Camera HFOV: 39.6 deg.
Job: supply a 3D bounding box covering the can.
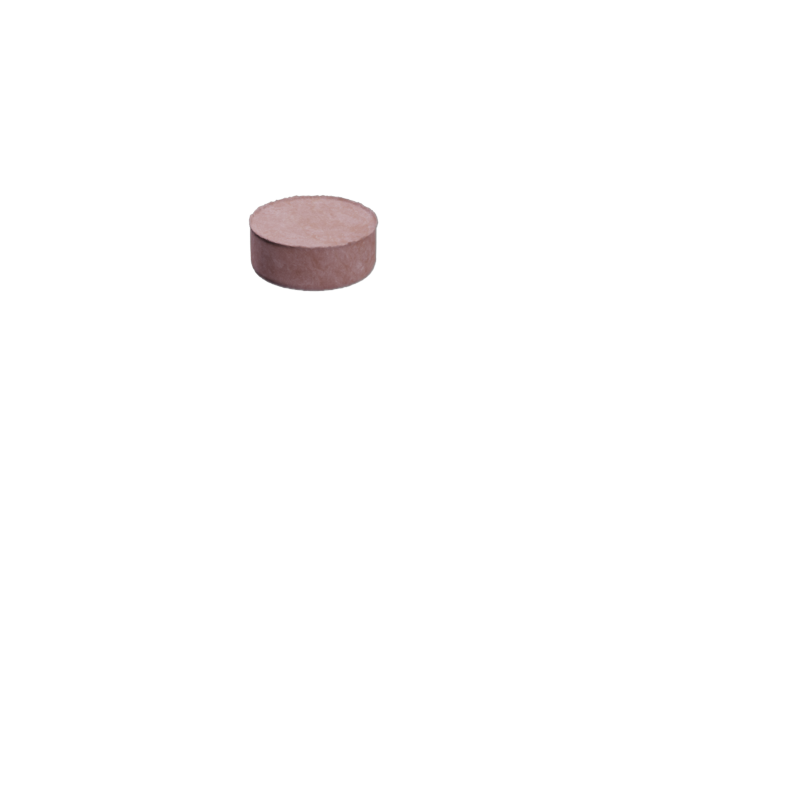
[{"bbox_3d":[-0.058,-0.106,0.740,0.086,0.032,0.091,-1,31,-2],"label":"can"}]
